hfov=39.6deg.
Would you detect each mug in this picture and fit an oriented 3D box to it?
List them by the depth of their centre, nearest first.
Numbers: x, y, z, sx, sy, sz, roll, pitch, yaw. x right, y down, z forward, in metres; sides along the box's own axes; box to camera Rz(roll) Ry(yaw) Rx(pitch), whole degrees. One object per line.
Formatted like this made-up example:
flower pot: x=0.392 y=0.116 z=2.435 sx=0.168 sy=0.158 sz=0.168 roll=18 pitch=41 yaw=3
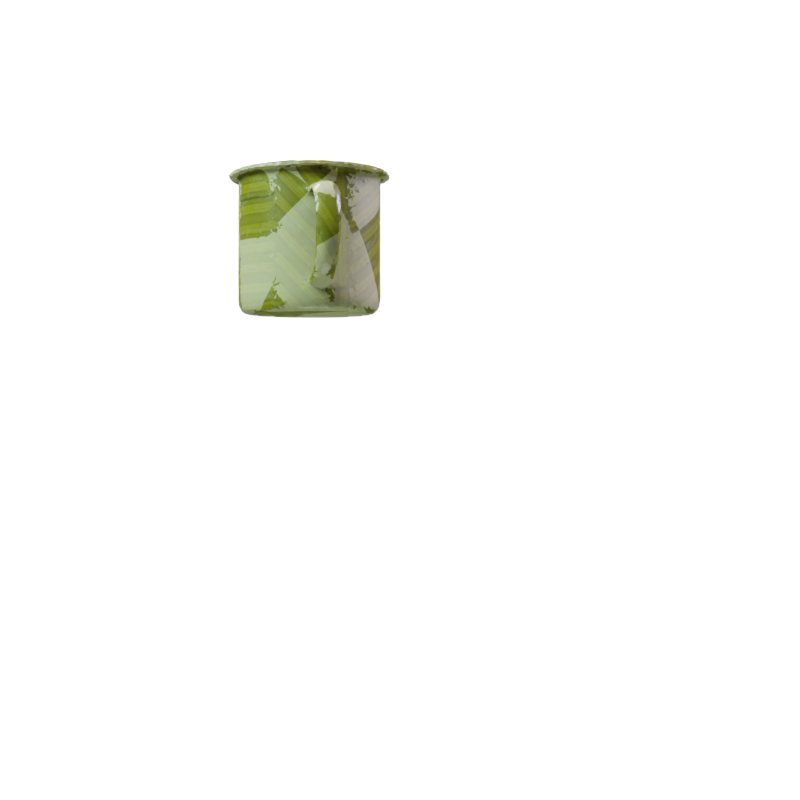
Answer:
mug: x=-0.049 y=-0.090 z=0.630 sx=0.092 sy=0.083 sz=0.118 roll=1 pitch=-2 yaw=-14
